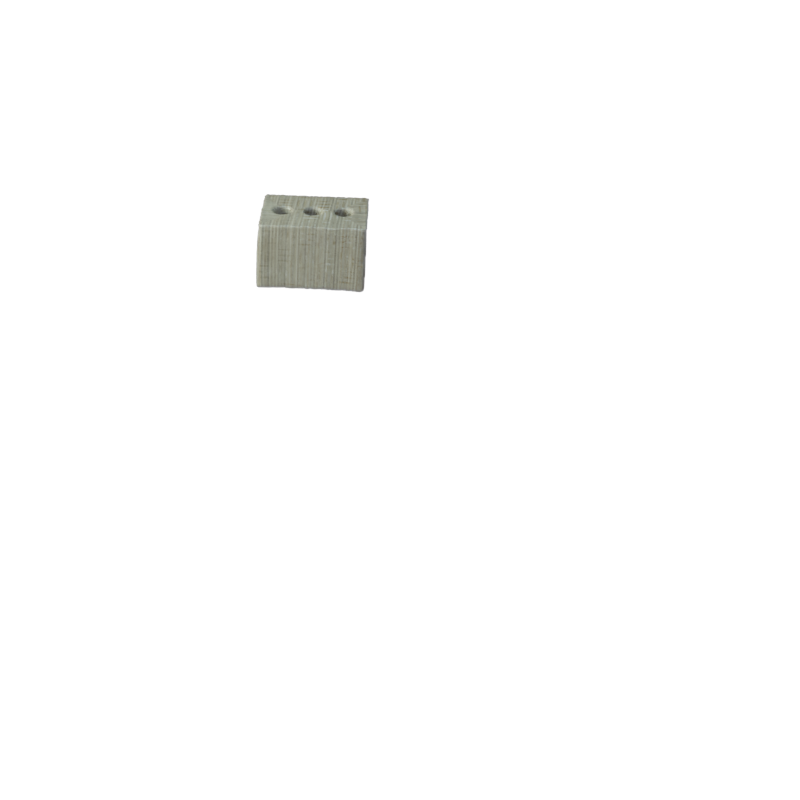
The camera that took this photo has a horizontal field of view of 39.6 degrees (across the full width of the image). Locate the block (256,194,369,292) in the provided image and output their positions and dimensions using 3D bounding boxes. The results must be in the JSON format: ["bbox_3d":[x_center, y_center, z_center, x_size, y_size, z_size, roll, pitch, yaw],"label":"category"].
[{"bbox_3d":[-0.062,-0.114,0.797,0.078,0.048,0.056,2,33,2],"label":"block"}]
